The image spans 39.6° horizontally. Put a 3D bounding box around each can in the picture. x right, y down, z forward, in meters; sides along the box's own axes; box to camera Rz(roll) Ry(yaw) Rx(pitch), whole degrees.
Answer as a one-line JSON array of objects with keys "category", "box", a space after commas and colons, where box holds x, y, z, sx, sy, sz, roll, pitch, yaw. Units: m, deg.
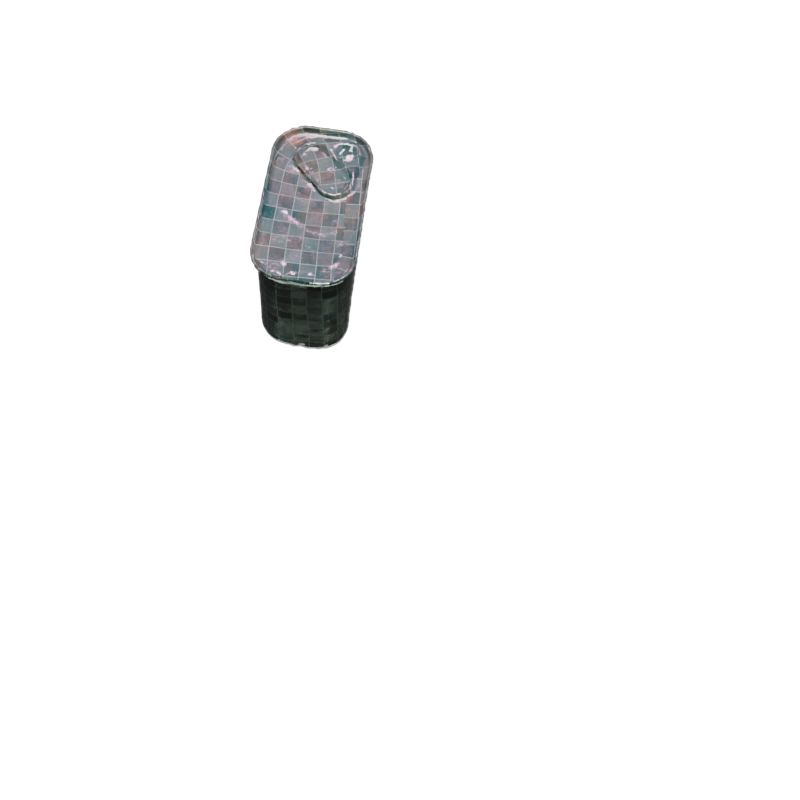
[{"category": "can", "box": [-0.050, -0.091, 0.636, 0.058, 0.108, 0.079, 7, -28, 1]}]
